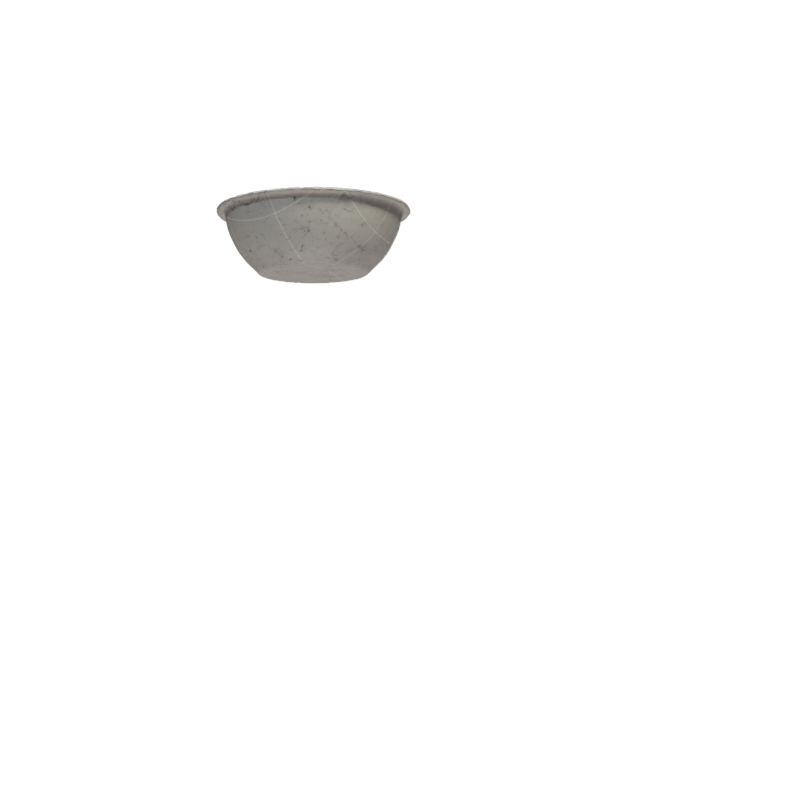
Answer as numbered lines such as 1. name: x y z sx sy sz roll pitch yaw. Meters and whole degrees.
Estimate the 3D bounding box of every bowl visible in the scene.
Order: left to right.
1. bowl: -0.072 -0.131 0.919 0.162 0.056 0.159 0 -5 -2
